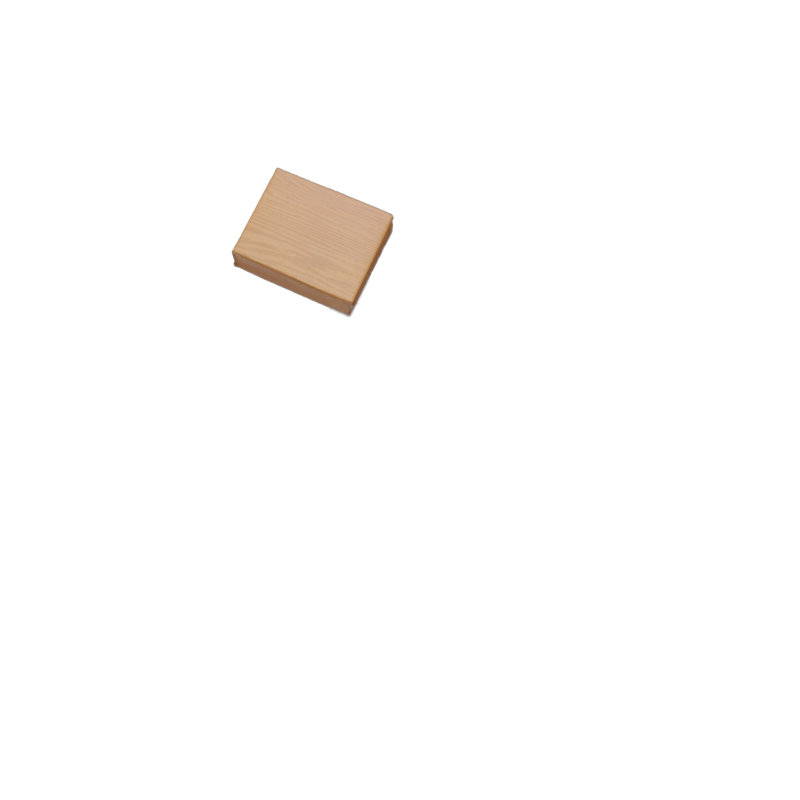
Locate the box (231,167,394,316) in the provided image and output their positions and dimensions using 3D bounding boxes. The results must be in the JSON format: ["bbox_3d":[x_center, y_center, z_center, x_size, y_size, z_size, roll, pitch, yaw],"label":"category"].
[{"bbox_3d":[-0.074,-0.135,0.943,0.116,0.093,0.037,22,-23,9],"label":"box"}]
